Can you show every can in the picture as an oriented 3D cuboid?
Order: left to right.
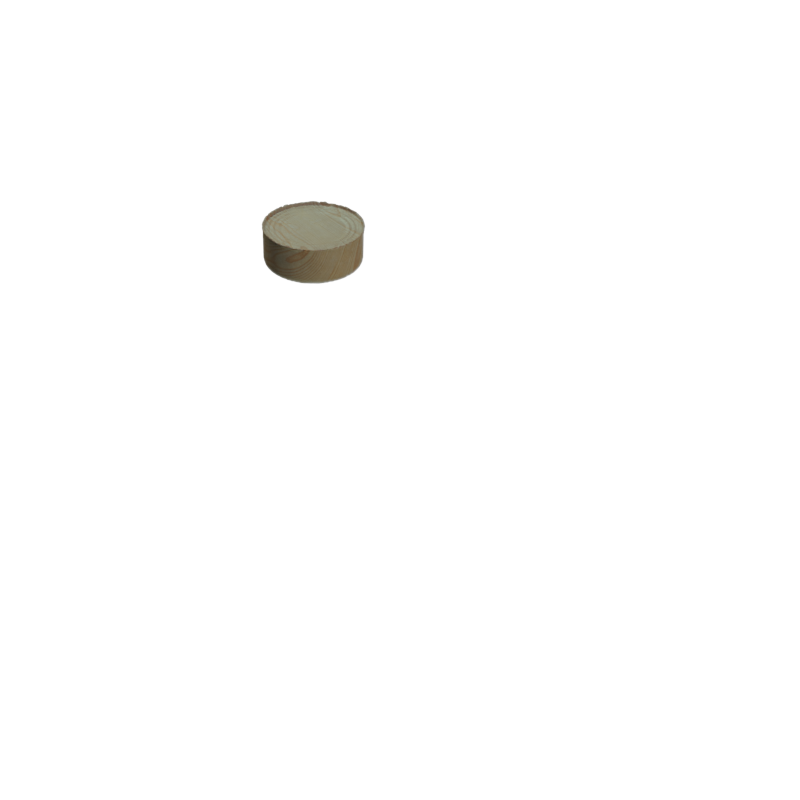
[{"bbox_3d":[-0.073,-0.133,0.928,0.086,0.031,0.092,-1,35,-2],"label":"can"}]
